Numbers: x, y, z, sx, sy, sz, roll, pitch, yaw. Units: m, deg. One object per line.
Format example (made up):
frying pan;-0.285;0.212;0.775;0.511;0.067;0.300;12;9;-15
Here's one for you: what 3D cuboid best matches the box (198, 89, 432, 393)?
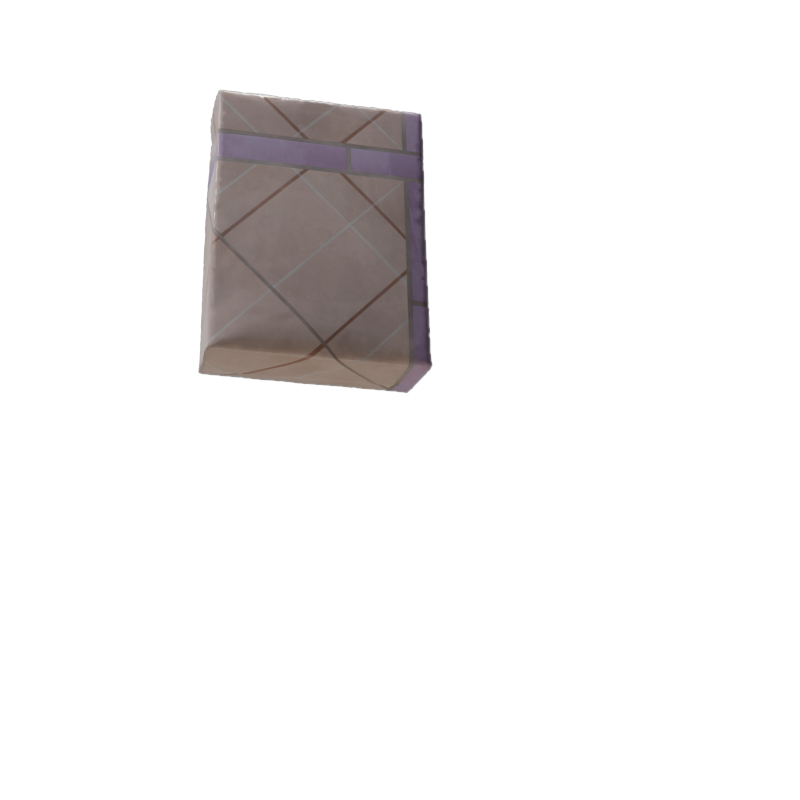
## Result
box;-0.066;-0.120;0.842;0.161;0.226;0.069;4;-25;-12
